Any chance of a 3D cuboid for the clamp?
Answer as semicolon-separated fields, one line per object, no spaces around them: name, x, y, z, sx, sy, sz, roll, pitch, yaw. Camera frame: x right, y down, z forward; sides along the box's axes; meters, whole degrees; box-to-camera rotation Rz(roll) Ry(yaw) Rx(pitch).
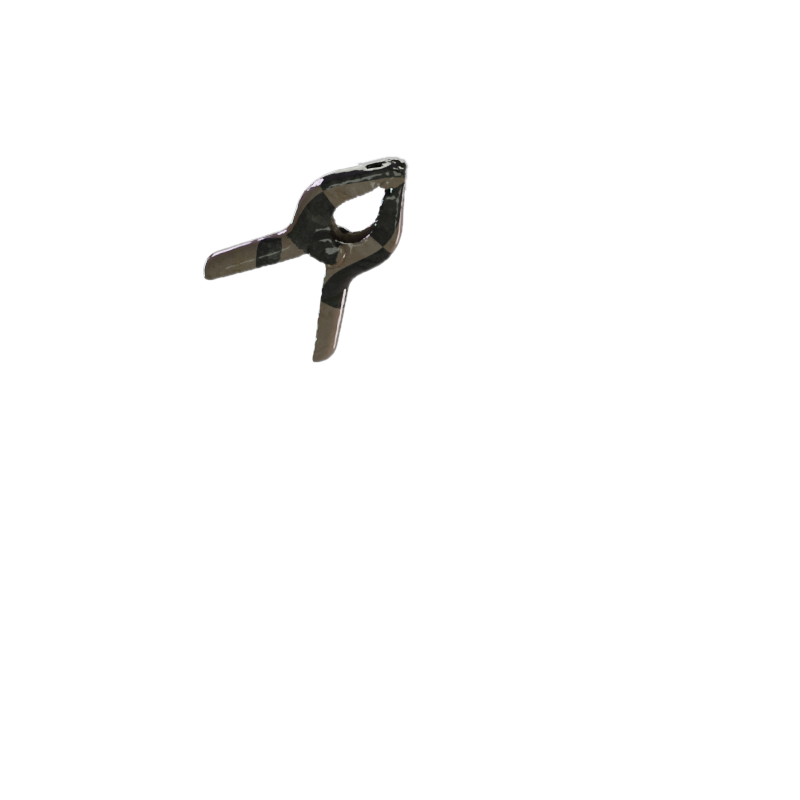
clamp;-0.064;-0.117;0.817;0.116;0.167;0.041;29;23;-14
